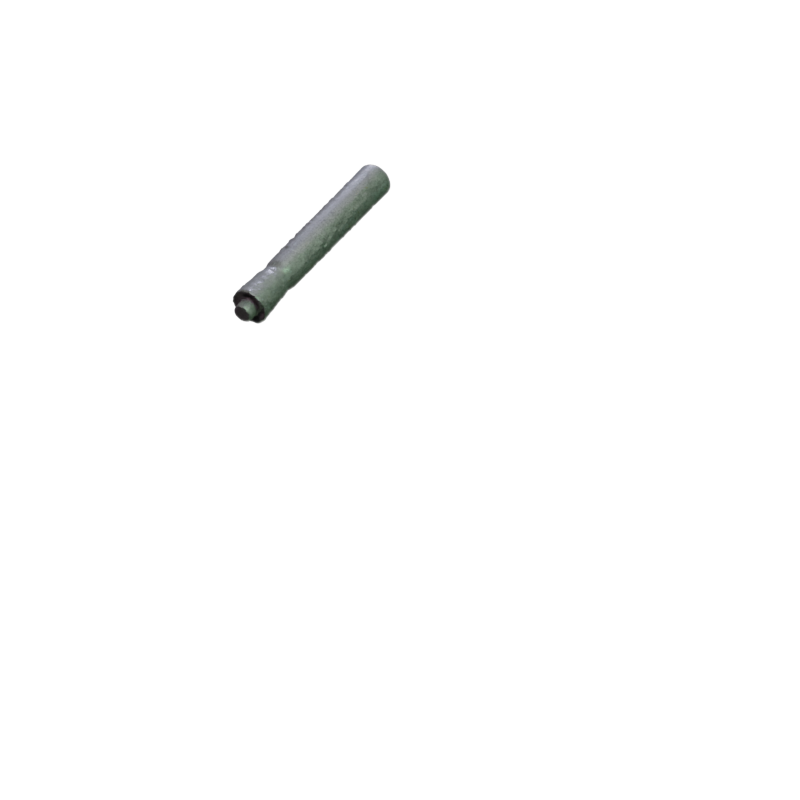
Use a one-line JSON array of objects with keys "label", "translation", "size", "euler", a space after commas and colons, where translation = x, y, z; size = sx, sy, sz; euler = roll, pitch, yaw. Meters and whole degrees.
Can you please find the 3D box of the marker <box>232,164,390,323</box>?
[{"label": "marker", "translation": [-0.043, -0.078, 0.547], "size": [0.020, 0.018, 0.124], "euler": [2, 40, 37]}]
